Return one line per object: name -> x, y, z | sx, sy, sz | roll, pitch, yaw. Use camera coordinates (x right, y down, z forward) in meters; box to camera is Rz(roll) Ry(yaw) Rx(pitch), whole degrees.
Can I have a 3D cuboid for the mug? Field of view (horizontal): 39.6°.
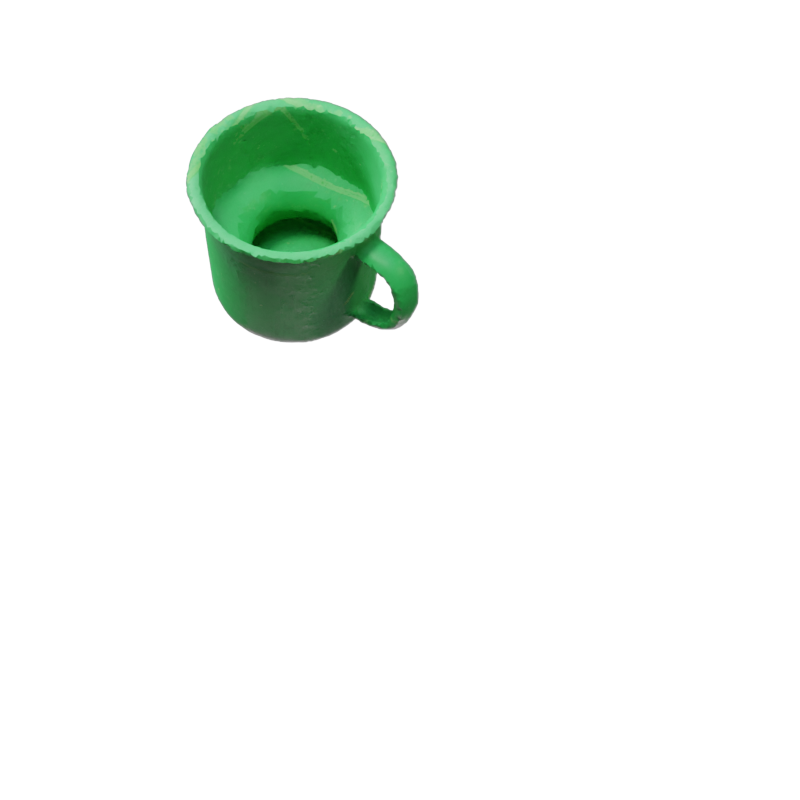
mug -> -0.040, -0.073, 0.515 | 0.123, 0.095, 0.076 | 33, -27, 18
